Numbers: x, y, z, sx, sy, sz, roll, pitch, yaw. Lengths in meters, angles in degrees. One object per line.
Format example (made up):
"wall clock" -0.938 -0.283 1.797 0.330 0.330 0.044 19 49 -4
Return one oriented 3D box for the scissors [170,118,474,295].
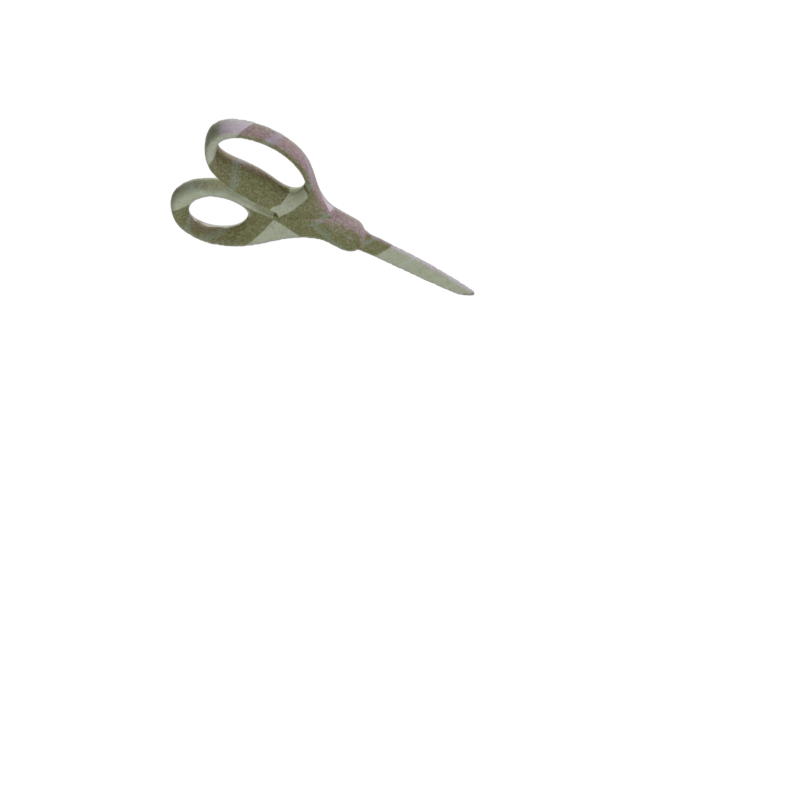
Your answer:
"scissors" -0.051 -0.093 0.655 0.096 0.017 0.188 -27 -46 29
